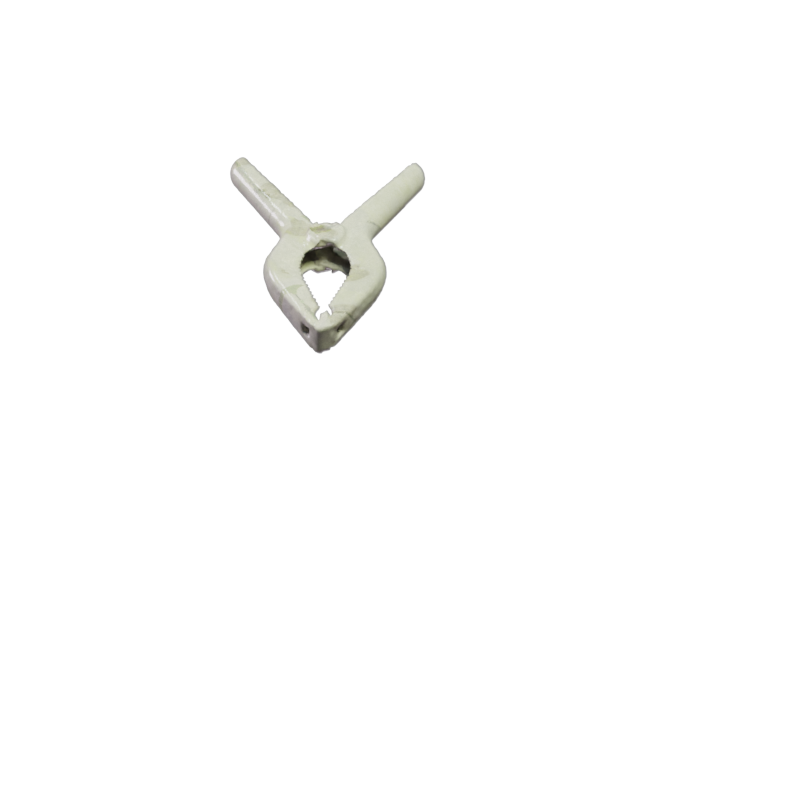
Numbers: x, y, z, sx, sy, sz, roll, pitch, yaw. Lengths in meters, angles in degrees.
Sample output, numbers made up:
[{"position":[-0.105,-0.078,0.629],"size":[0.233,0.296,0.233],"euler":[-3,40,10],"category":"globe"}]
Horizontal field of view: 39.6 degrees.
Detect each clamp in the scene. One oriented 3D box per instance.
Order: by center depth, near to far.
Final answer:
[{"position":[-0.069,-0.126,0.883],"size":[0.166,0.224,0.034],"euler":[5,-43,4],"category":"clamp"}]
